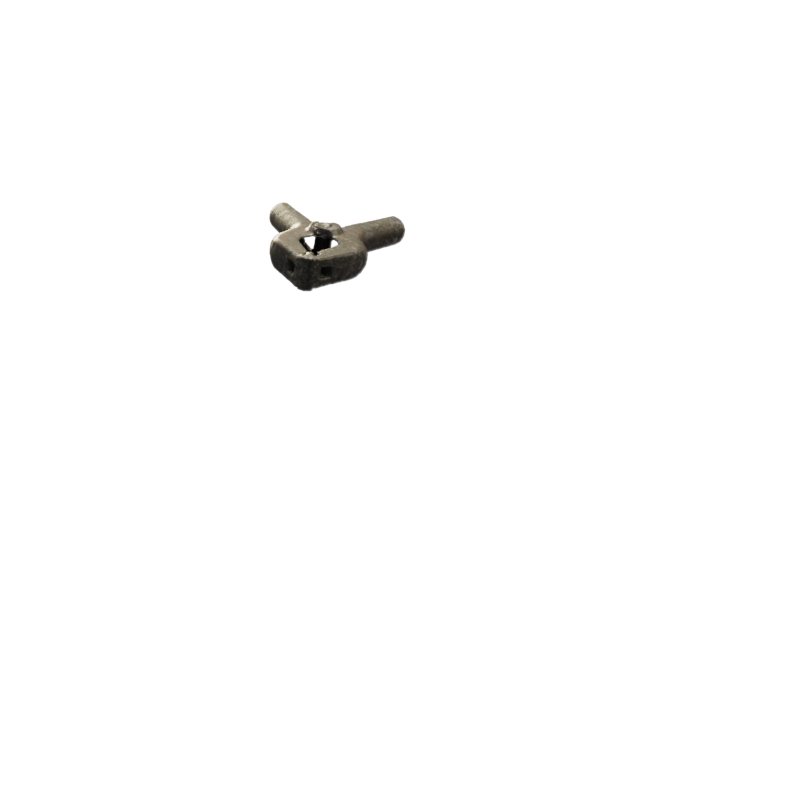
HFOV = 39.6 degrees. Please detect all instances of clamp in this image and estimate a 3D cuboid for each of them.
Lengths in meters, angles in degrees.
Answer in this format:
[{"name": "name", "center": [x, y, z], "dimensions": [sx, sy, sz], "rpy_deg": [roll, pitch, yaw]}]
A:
[{"name": "clamp", "center": [-0.072, -0.132, 0.926], "dimensions": [0.123, 0.038, 0.174], "rpy_deg": [6, 21, 15]}]
